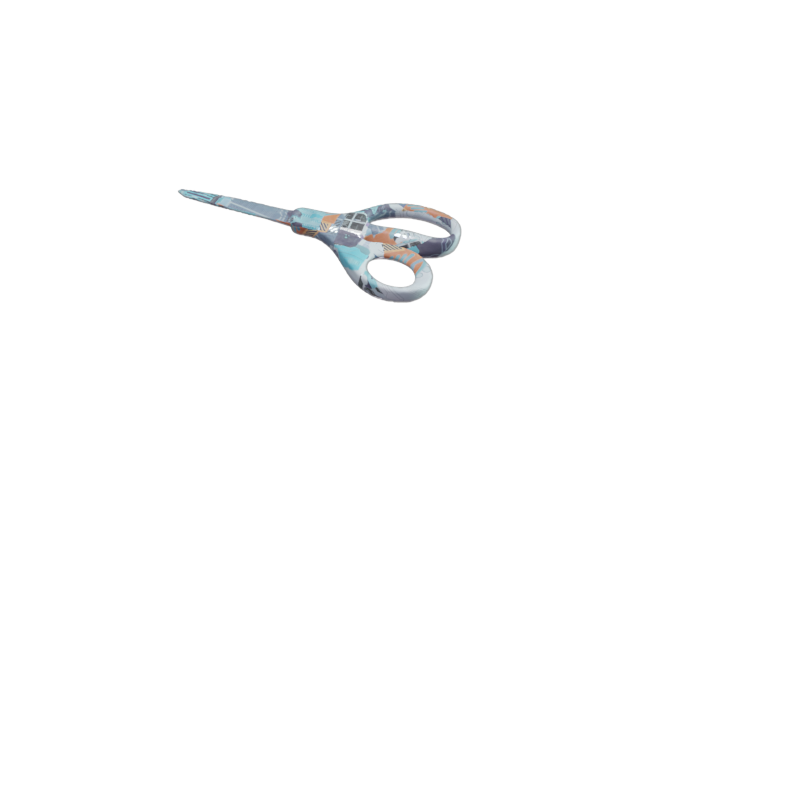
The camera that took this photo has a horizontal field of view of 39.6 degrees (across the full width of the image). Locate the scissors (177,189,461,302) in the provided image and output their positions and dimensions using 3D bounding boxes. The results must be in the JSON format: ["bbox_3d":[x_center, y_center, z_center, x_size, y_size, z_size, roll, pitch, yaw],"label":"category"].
[{"bbox_3d":[-0.059,-0.108,0.759,0.202,0.103,0.015,3,-43,3],"label":"scissors"}]
